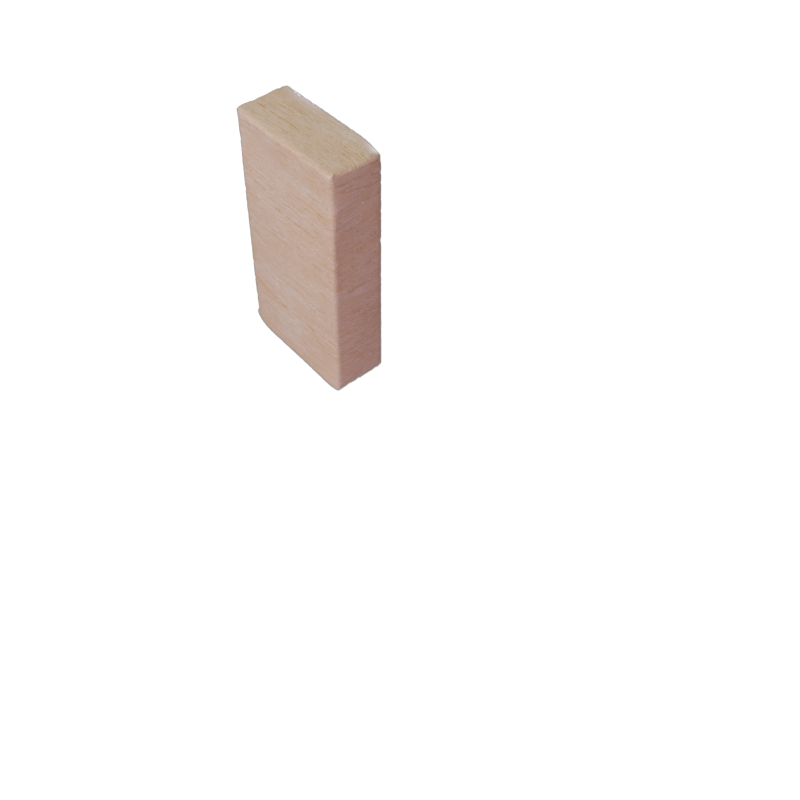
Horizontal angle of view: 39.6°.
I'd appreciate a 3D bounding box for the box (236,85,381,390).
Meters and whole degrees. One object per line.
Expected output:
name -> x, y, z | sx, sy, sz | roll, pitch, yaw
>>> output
box -> -0.054, -0.099, 0.695 | 0.048, 0.164, 0.100 | -27, 52, -28
